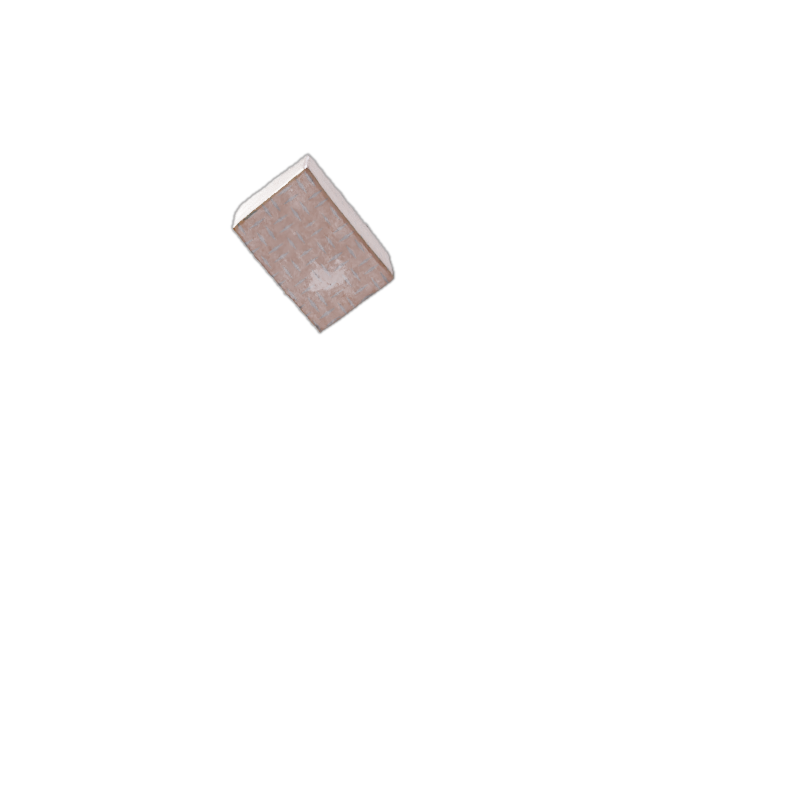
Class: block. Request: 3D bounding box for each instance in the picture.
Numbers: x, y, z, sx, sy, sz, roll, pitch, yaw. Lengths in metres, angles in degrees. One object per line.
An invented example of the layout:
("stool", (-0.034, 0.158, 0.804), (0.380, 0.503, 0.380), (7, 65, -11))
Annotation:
("block", (-0.047, -0.086, 0.605), (0.052, 0.075, 0.053), (-36, 15, 10))
